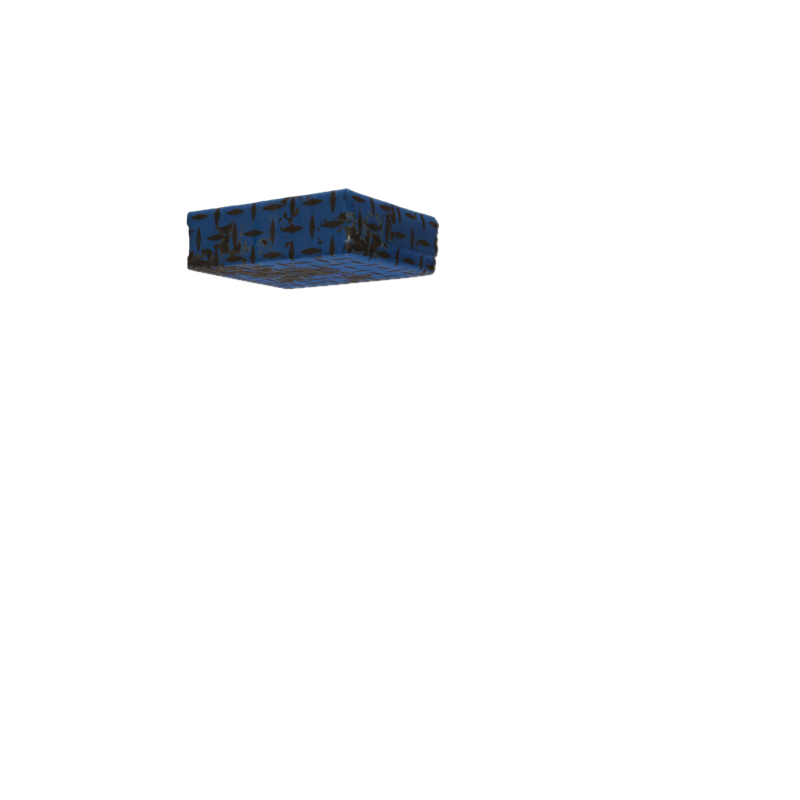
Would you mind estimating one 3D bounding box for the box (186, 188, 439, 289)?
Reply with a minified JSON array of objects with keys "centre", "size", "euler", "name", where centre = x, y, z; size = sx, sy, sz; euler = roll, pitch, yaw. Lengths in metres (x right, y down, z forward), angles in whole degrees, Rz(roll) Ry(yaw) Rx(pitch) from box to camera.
[{"centre":[-0.039,-0.071,0.495],"size":[0.092,0.031,0.070],"euler":[-2,-4,34],"name":"box"}]
